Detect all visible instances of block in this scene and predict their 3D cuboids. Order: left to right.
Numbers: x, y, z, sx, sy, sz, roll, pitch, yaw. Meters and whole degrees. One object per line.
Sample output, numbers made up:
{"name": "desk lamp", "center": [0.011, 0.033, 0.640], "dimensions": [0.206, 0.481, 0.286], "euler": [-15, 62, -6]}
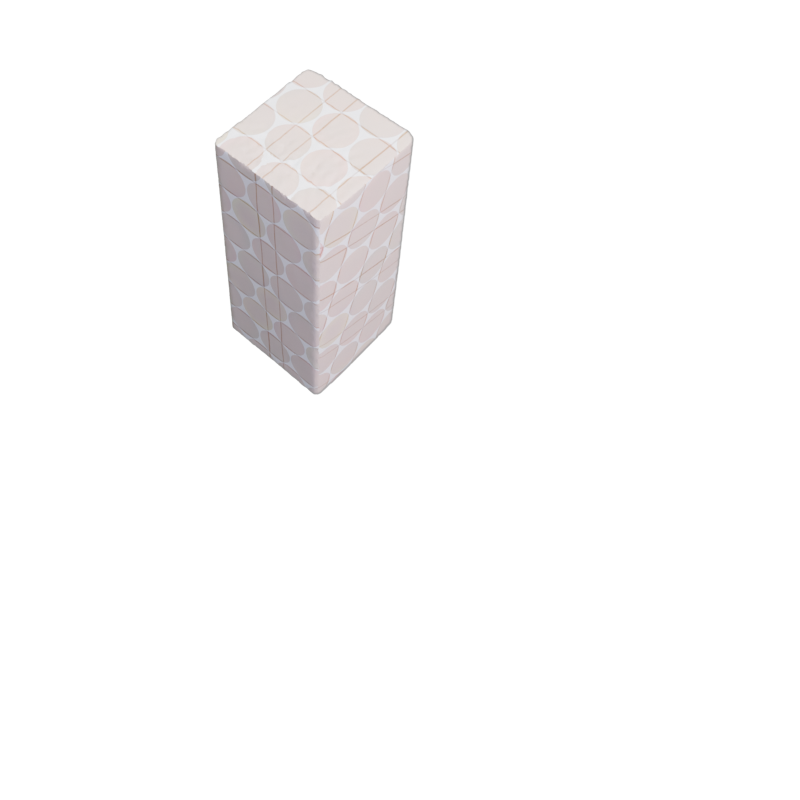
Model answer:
{"name": "block", "center": [-0.058, -0.107, 0.750], "dimensions": [0.095, 0.091, 0.193], "euler": [37, -27, 18]}
